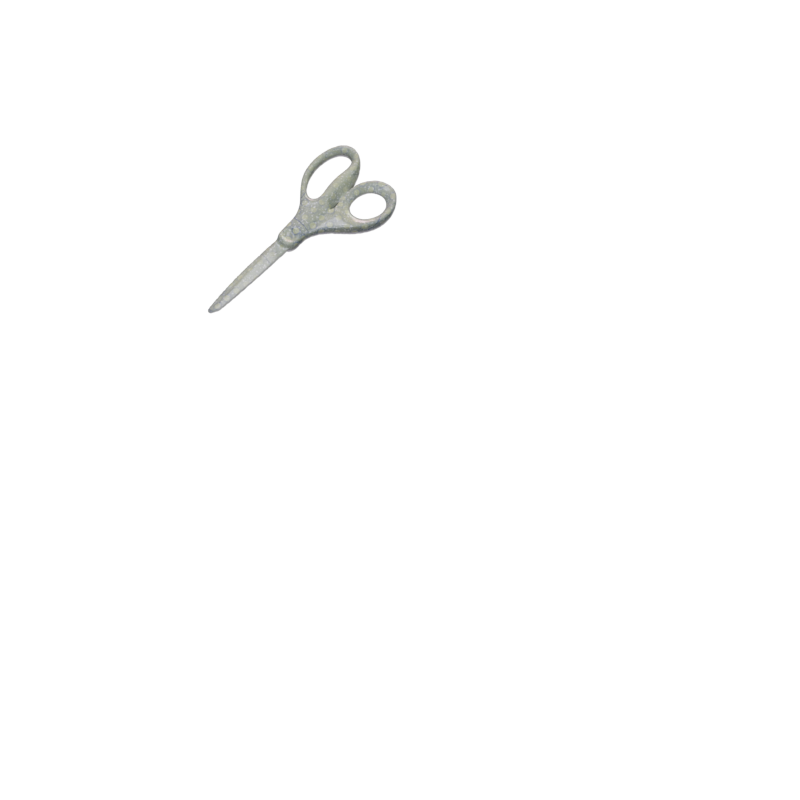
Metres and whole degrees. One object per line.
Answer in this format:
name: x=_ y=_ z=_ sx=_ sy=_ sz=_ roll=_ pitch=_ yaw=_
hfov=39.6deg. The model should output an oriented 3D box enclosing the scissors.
scissors: x=-0.075 y=-0.137 z=0.957 sx=0.099 sy=0.209 sz=0.015 roll=22 pitch=-26 yaw=11
